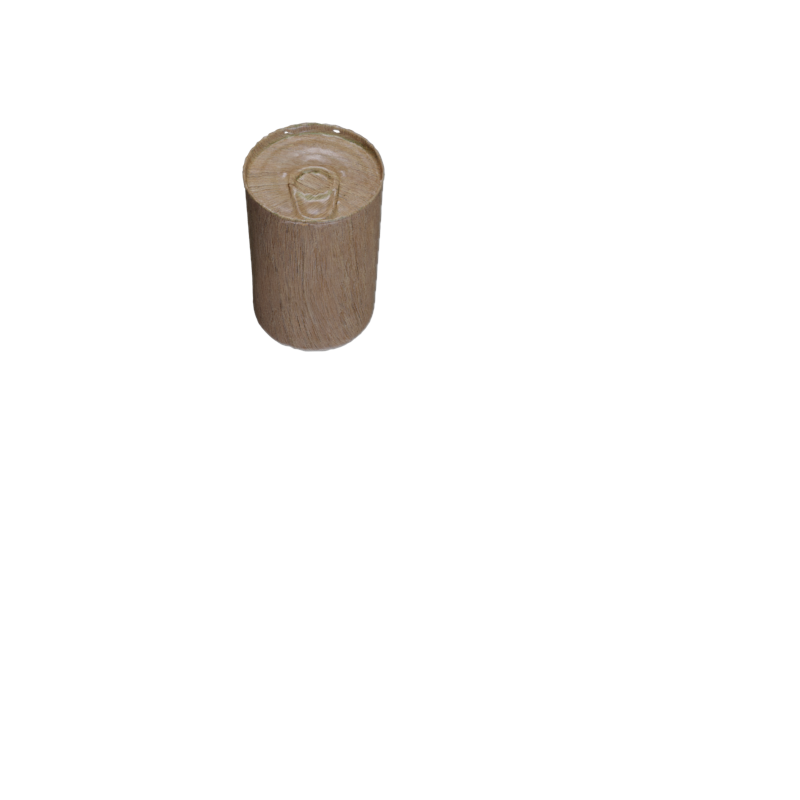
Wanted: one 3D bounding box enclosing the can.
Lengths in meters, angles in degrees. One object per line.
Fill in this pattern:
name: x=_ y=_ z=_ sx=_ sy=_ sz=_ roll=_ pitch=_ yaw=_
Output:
can: x=-0.044 y=-0.080 z=0.564 sx=0.068 sy=0.073 sz=0.095 roll=0 pitch=-38 yaw=-3
